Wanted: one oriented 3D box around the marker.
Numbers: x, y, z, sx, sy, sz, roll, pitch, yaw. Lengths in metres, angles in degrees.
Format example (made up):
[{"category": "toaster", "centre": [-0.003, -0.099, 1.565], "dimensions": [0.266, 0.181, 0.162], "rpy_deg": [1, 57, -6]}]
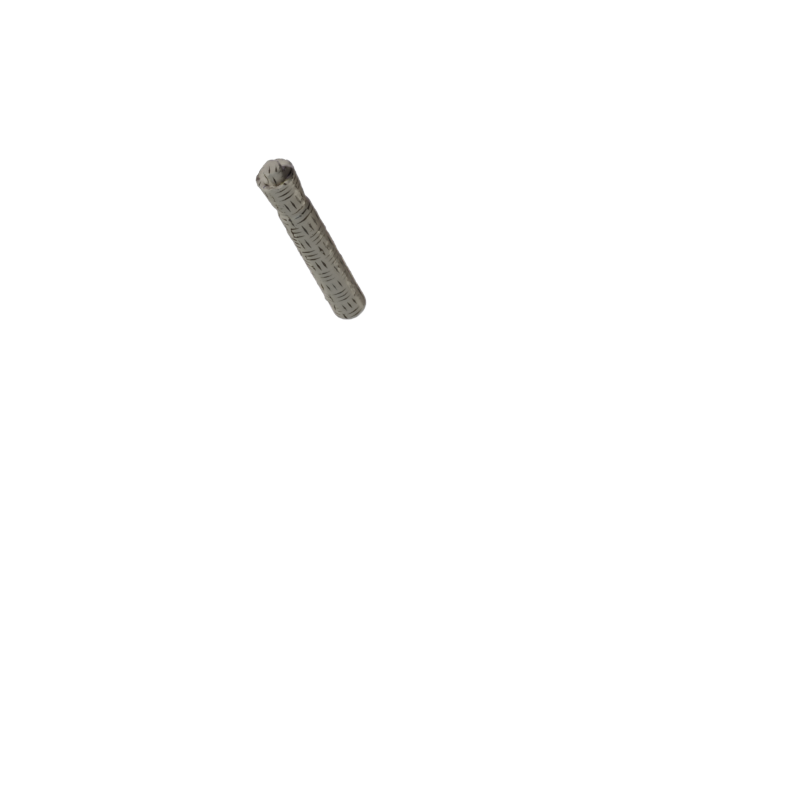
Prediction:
[{"category": "marker", "centre": [-0.043, -0.078, 0.549], "dimensions": [0.020, 0.021, 0.112], "rpy_deg": [2, -29, 21]}]
